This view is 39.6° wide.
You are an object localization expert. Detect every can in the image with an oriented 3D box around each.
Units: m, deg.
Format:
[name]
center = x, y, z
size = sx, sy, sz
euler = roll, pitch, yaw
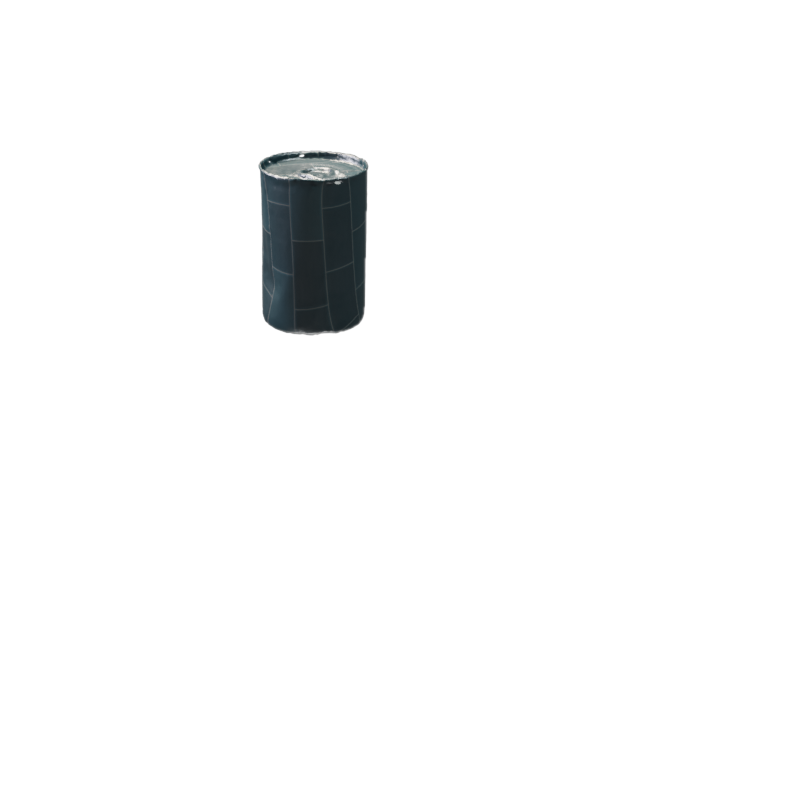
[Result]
[can]
center = -0.055, -0.100, 0.700
size = 0.068, 0.098, 0.072
euler = 0, 22, -2
